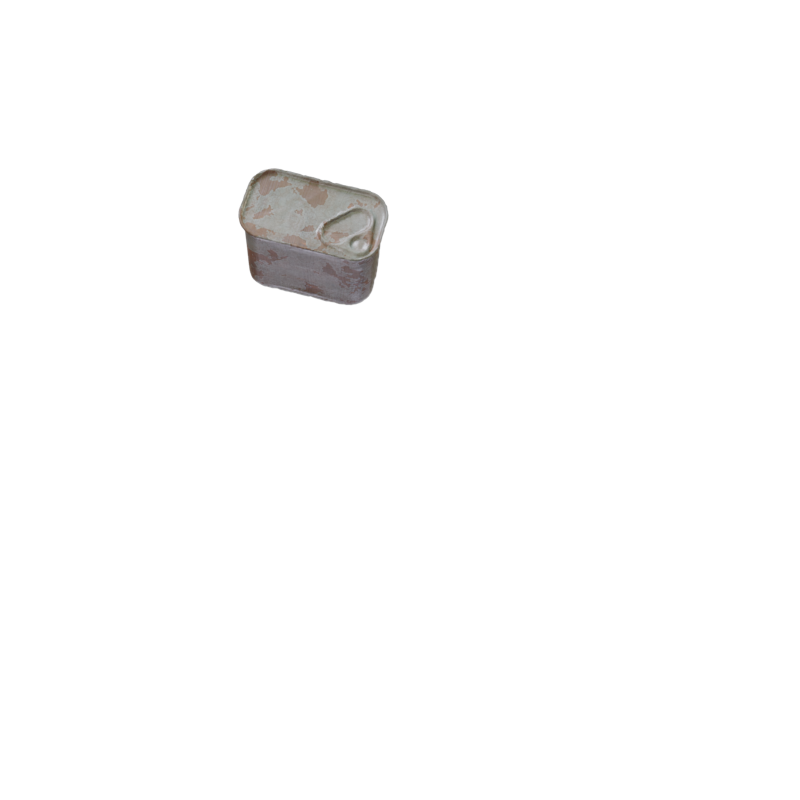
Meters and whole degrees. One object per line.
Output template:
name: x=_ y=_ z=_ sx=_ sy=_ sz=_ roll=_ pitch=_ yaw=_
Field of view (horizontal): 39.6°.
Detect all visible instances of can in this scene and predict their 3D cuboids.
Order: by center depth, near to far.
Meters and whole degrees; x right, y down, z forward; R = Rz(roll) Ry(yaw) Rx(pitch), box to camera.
can: x=-0.063 y=-0.115 z=0.806 sx=0.103 sy=0.060 sz=0.079 roll=15 pitch=-24 yaw=5
